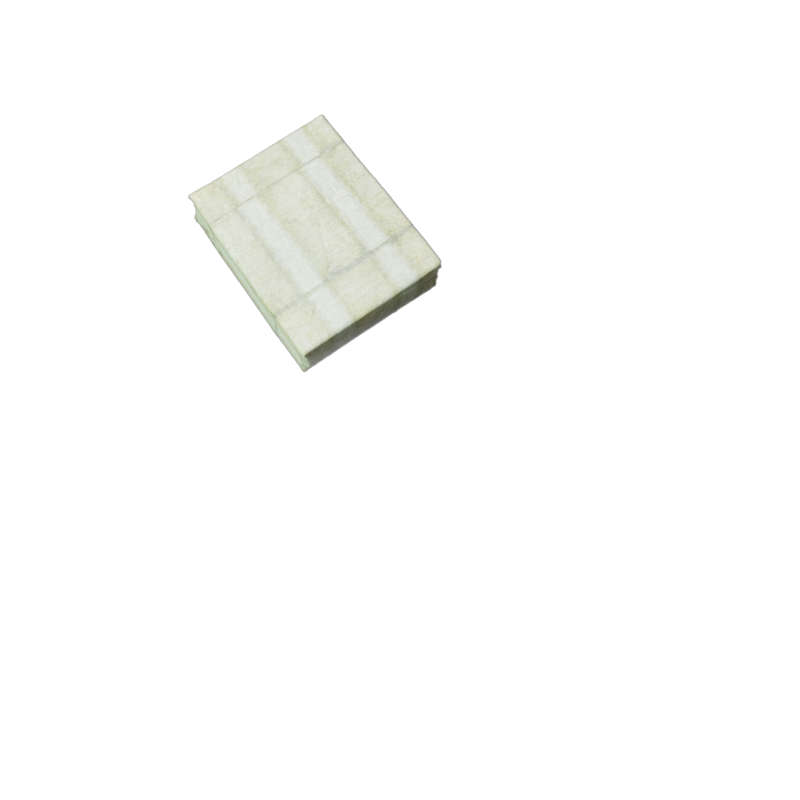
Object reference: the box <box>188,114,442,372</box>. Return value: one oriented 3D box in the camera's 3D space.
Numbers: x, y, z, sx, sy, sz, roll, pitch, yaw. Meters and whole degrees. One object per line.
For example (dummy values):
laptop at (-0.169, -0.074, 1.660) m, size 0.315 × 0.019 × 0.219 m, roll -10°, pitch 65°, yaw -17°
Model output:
box at (-0.047, -0.086, 0.601) m, size 0.090 × 0.119 × 0.037 m, roll -33°, pitch -20°, yaw -14°
